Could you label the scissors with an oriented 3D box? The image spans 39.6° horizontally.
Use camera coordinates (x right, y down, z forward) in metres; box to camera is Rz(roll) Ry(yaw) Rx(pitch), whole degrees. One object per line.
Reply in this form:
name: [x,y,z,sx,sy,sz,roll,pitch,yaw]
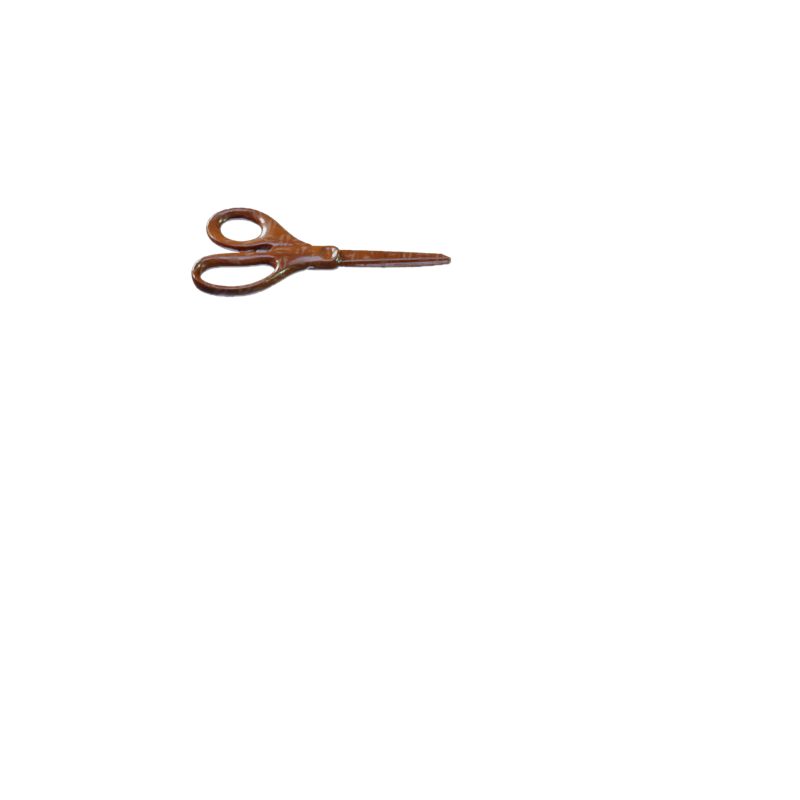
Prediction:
scissors: [-0.070,-0.127,0.888,0.200,0.104,0.015,-12,-37,-9]
